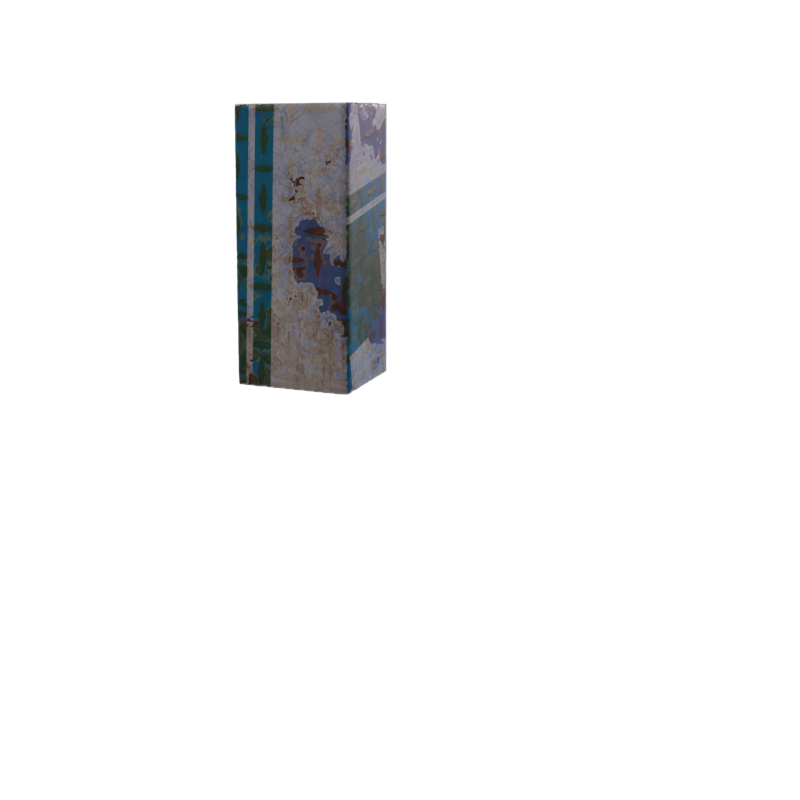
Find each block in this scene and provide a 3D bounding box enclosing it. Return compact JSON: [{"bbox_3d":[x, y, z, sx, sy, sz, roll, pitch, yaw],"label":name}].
[{"bbox_3d":[-0.065,-0.118,0.830,0.093,0.203,0.089,3,8,20],"label":"block"}]
